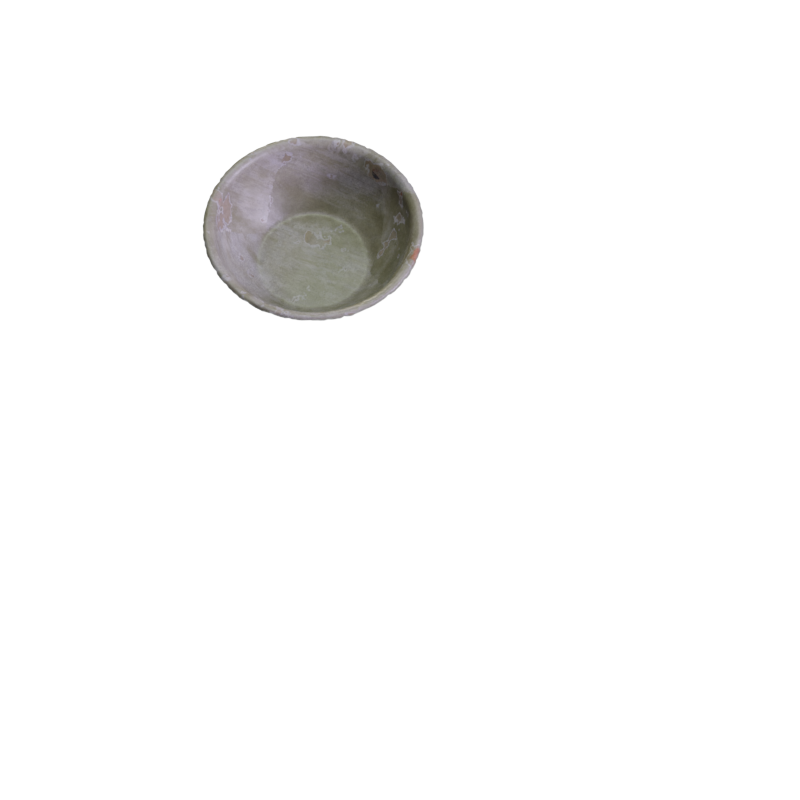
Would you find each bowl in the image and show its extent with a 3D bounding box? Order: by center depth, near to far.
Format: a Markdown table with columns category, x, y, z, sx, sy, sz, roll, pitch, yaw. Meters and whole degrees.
| category | x | y | z | sx | sy | sz | roll | pitch | yaw |
| --- | --- | --- | --- | --- | --- | --- | --- | --- | --- |
| bowl | -0.065 | -0.118 | 0.830 | 0.162 | 0.173 | 0.052 | -1 | -30 | -1 |
